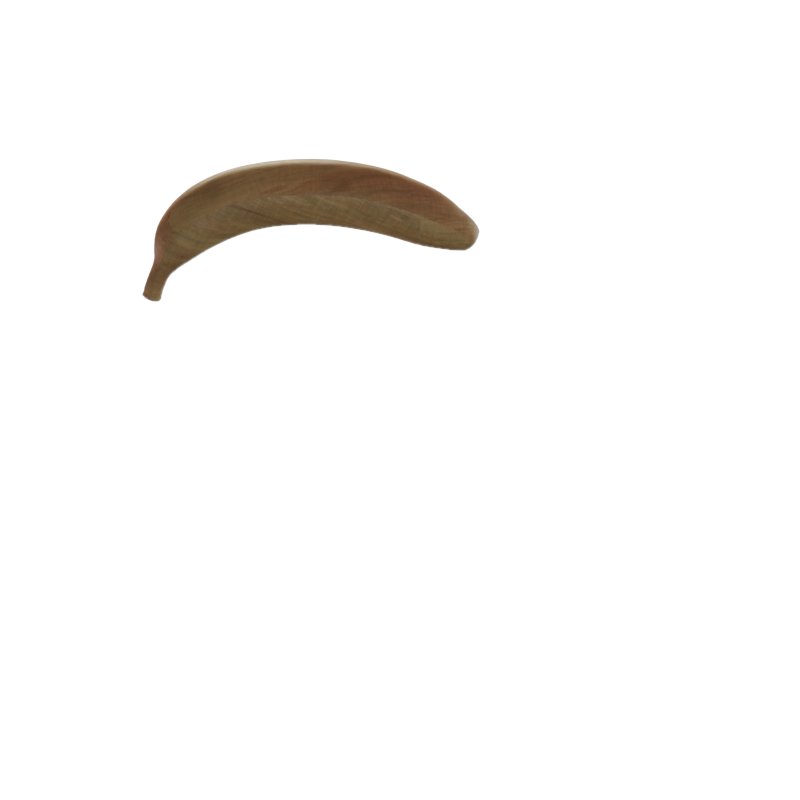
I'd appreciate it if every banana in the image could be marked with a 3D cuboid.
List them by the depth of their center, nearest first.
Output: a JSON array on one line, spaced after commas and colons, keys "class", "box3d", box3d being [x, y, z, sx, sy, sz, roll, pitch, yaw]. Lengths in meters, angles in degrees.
[{"class": "banana", "box3d": [-0.057, -0.106, 0.634, 0.198, 0.065, 0.039, -8, 33, 5]}]
